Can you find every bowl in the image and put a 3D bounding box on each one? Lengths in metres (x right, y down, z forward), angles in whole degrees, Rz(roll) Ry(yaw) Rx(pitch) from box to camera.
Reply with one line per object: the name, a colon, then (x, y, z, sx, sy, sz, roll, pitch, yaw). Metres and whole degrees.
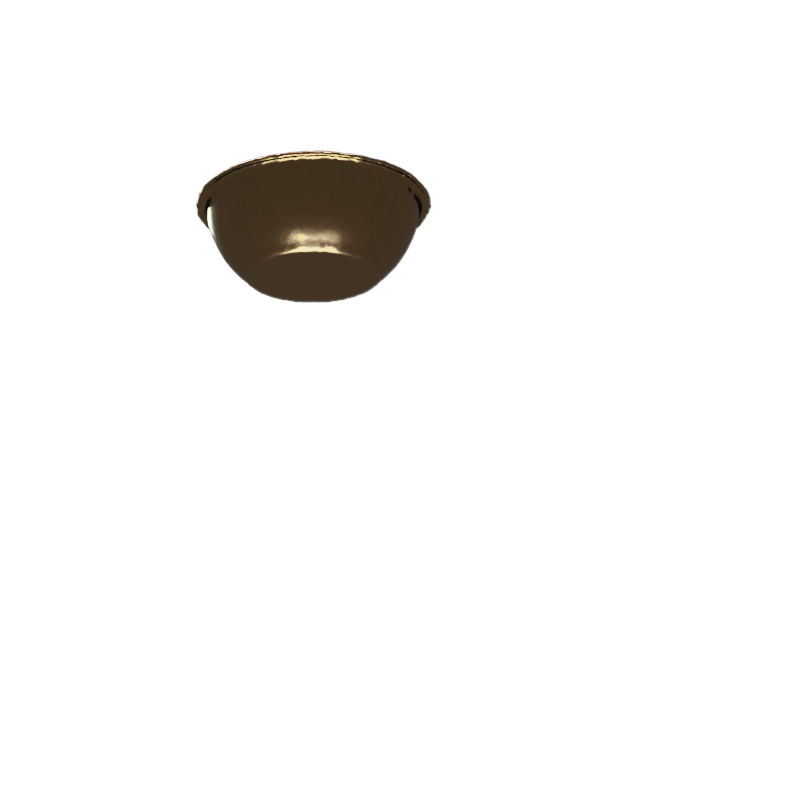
bowl: (-0.059, -0.108, 0.755, 0.162, 0.058, 0.155, 0, -18, -2)
